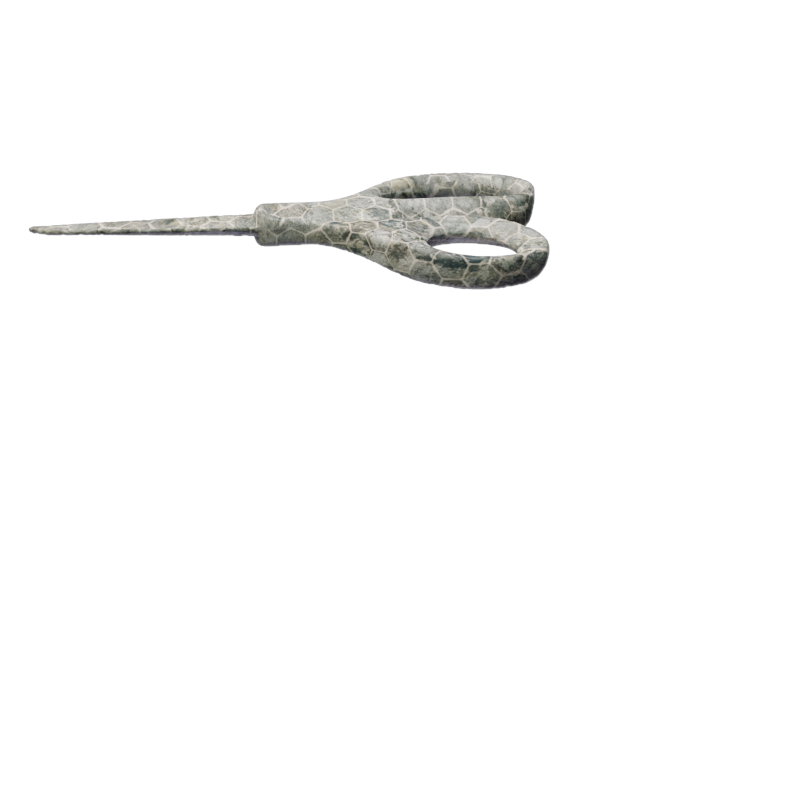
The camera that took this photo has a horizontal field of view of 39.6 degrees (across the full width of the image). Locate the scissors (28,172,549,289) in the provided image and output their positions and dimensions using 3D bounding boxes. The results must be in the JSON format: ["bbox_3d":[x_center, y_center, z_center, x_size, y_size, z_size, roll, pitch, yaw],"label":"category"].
[{"bbox_3d":[-0.033,-0.060,0.421,0.198,0.015,0.103,-11,33,-18],"label":"scissors"}]
